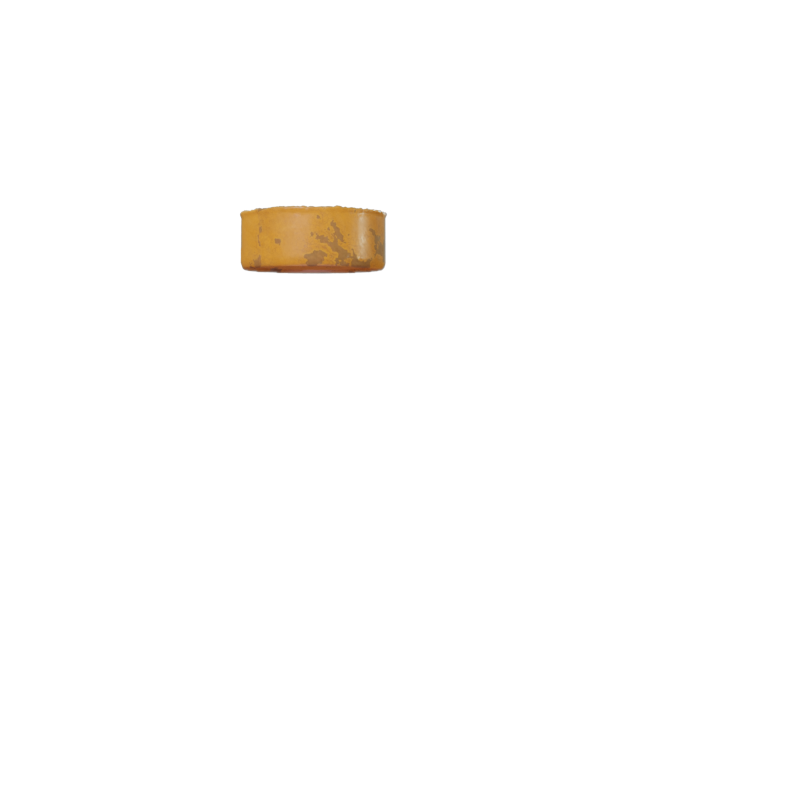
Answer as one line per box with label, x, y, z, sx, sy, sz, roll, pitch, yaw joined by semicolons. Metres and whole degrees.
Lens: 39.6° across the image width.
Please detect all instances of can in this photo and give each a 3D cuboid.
can;-0.051;-0.092;0.646;0.086;0.034;0.086;0;3;-2
